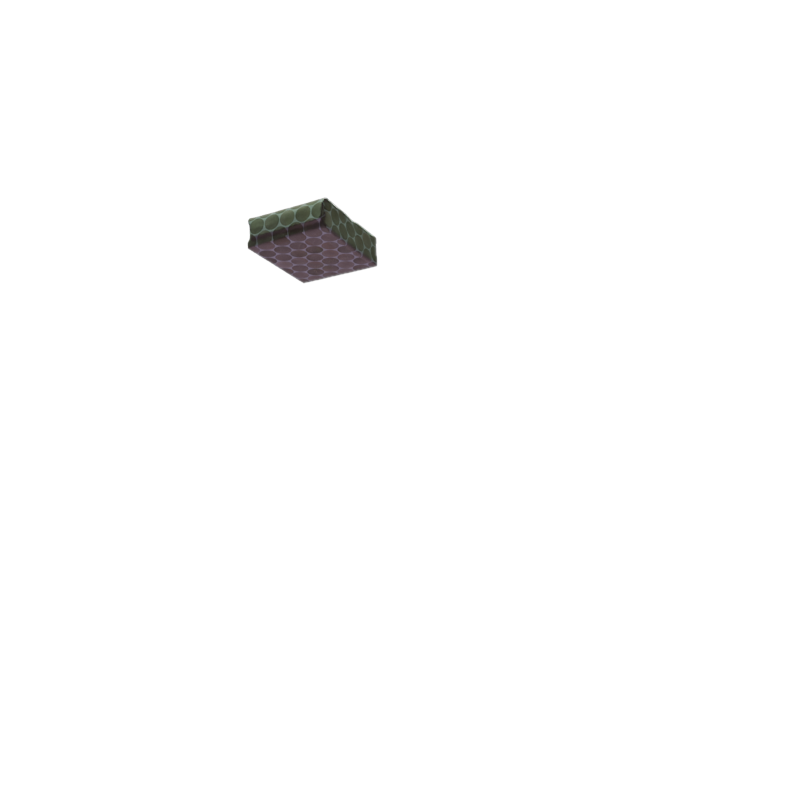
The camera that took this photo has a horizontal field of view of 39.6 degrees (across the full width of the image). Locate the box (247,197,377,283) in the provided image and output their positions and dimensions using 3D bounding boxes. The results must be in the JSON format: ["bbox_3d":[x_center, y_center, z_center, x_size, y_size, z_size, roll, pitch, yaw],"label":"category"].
[{"bbox_3d":[-0.071,-0.129,0.906,0.074,0.032,0.083,-11,-22,27],"label":"box"}]
